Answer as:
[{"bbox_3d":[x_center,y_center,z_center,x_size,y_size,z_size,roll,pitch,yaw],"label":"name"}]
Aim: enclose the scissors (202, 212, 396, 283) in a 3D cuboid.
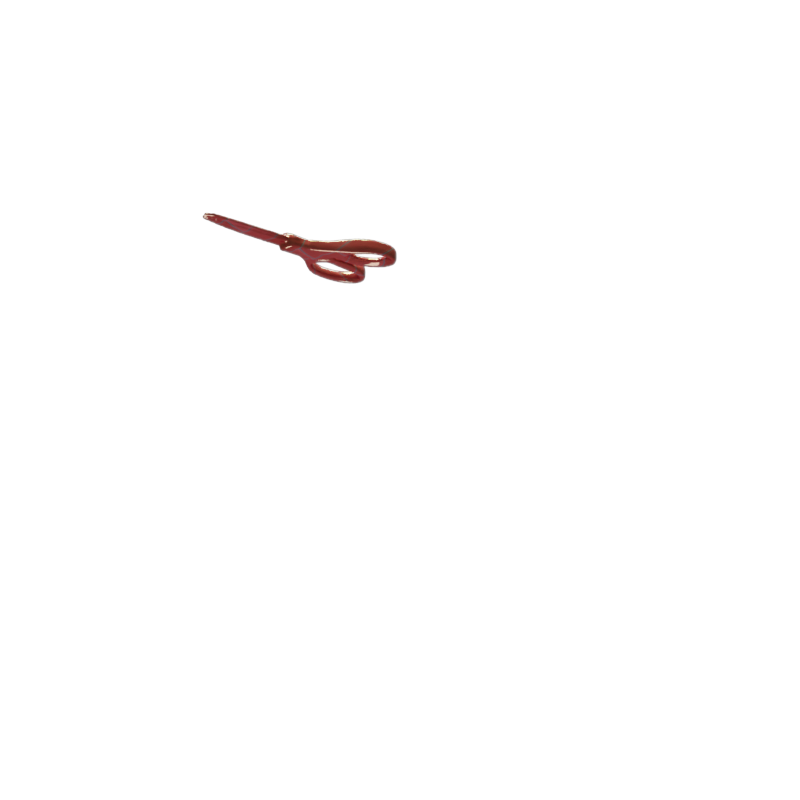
[{"bbox_3d":[-0.078,-0.142,0.995,0.098,0.016,0.189,-9,-17,30],"label":"scissors"}]
